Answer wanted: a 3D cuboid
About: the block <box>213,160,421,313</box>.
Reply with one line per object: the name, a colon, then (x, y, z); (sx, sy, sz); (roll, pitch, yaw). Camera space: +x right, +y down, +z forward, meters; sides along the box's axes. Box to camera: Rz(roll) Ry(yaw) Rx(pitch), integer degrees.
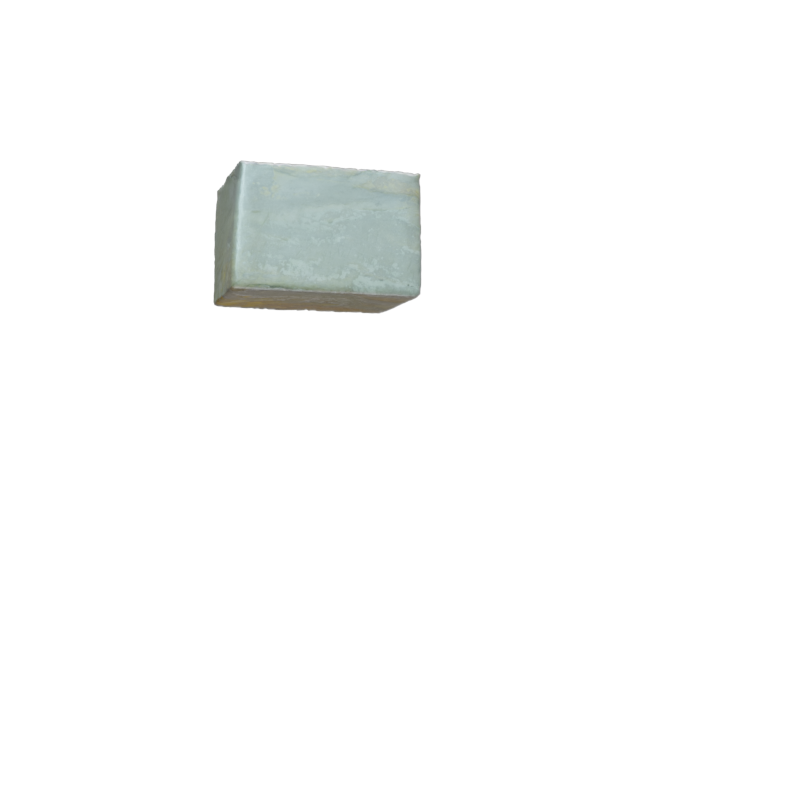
block: (-0.036, -0.066, 0.460); (0.076, 0.053, 0.053); (2, -8, -16)
